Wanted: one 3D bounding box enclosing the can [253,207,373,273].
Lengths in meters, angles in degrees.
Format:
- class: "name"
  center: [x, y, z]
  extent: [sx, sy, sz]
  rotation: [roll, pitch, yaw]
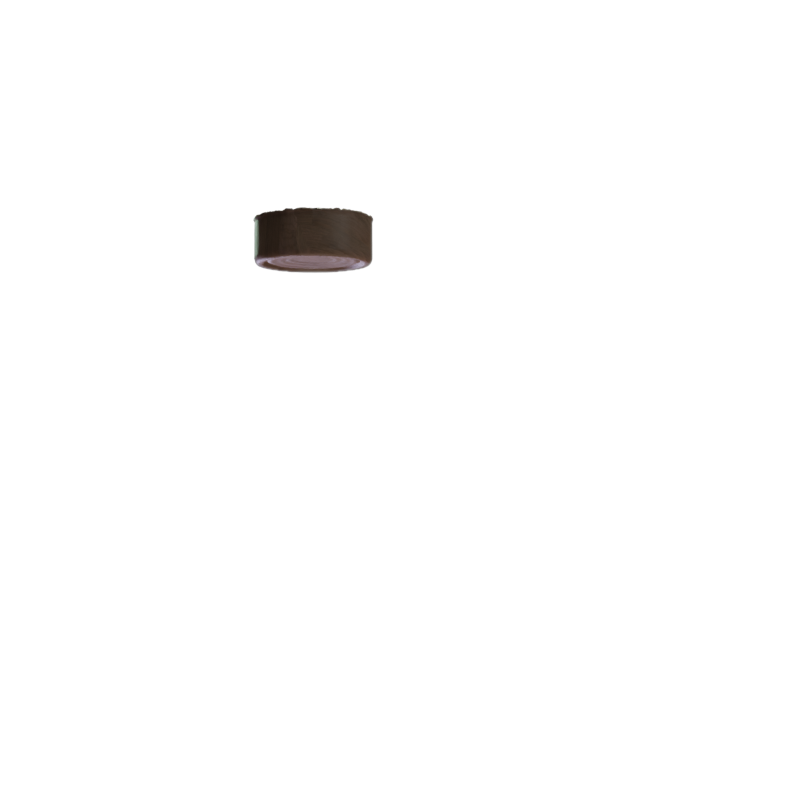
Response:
- class: "can"
  center: [-0.062, -0.113, 0.792]
  extent: [0.086, 0.034, 0.085]
  rotation: [0, -3, -2]
